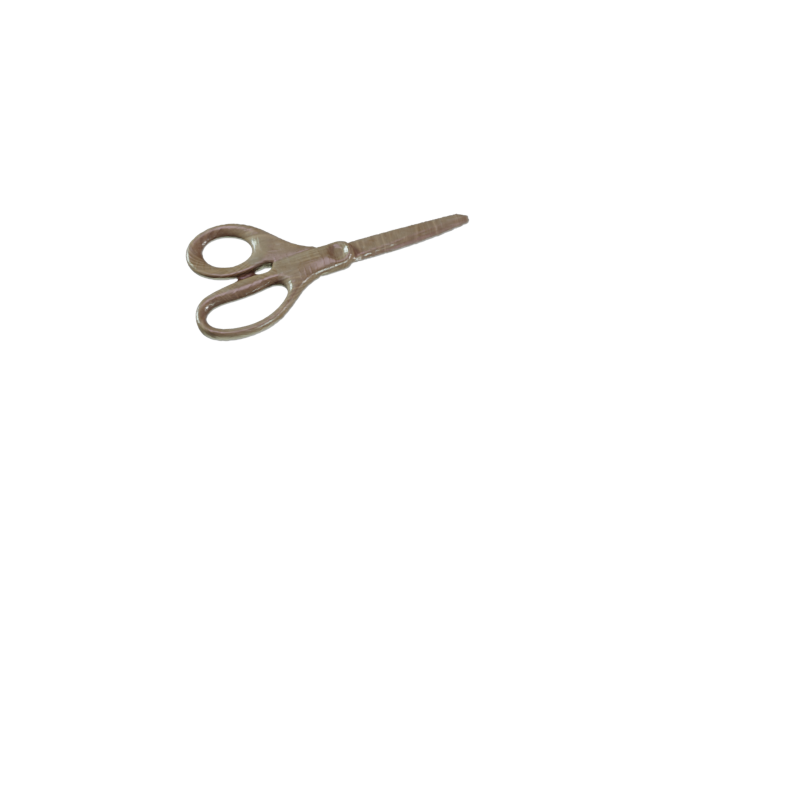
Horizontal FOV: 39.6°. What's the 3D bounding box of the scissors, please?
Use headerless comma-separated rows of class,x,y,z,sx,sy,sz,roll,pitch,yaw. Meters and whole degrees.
scissors,-0.060,-0.109,0.767,0.202,0.102,0.015,-32,-26,-18
